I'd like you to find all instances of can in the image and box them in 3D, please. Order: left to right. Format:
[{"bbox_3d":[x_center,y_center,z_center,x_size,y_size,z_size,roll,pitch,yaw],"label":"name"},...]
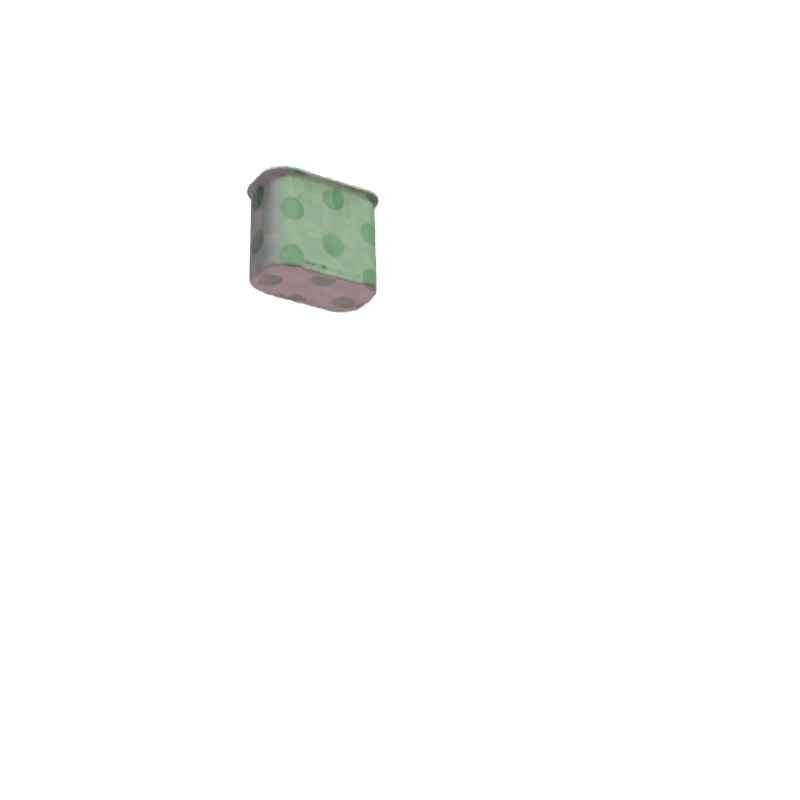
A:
[{"bbox_3d":[-0.066,-0.121,0.847,0.097,0.089,0.057,13,-29,-29],"label":"can"}]
